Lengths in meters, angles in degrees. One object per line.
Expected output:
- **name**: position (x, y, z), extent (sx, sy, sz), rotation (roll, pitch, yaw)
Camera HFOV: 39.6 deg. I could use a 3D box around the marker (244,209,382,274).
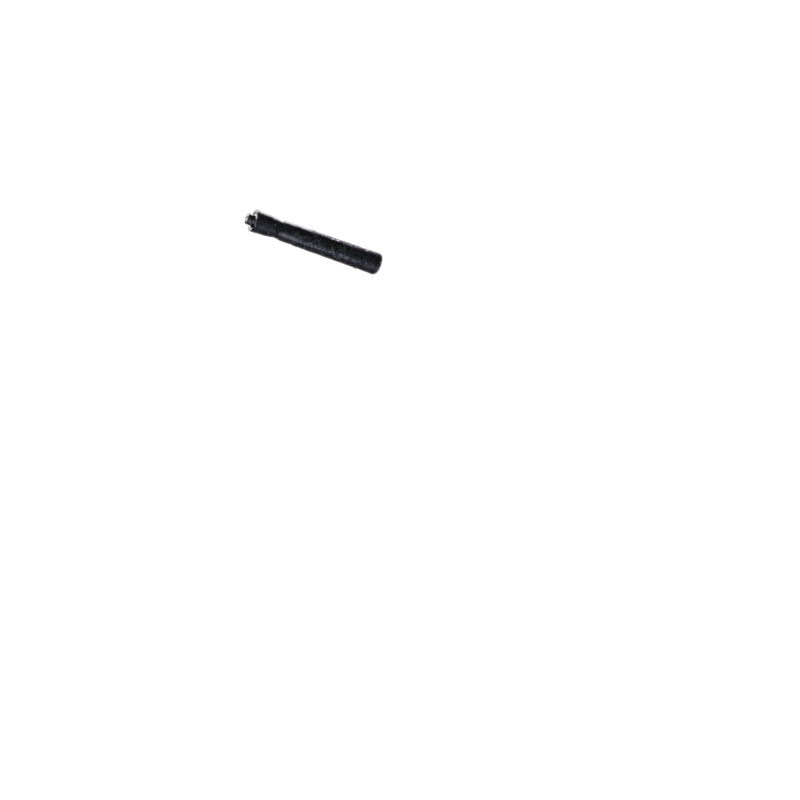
- **marker**: position (-0.071, -0.130, 0.911), extent (0.116, 0.020, 0.020), rotation (17, -3, -20)
